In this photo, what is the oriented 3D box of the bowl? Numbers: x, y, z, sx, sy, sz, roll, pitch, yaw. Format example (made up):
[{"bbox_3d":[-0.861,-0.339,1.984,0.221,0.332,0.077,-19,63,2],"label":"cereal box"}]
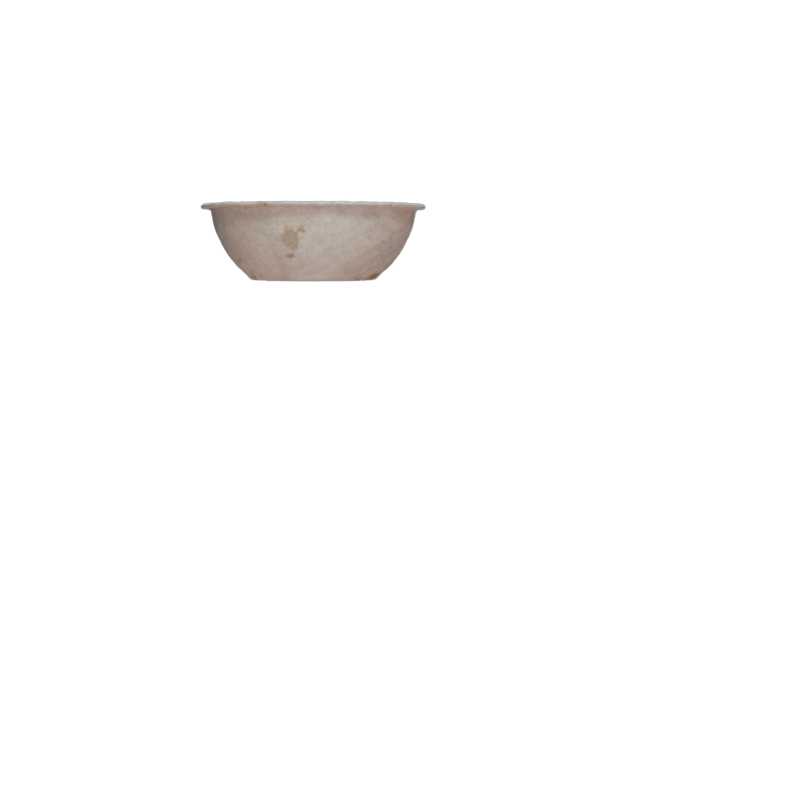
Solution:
[{"bbox_3d":[-0.062,-0.114,0.797,0.162,0.055,0.164,0,7,-2],"label":"bowl"}]
